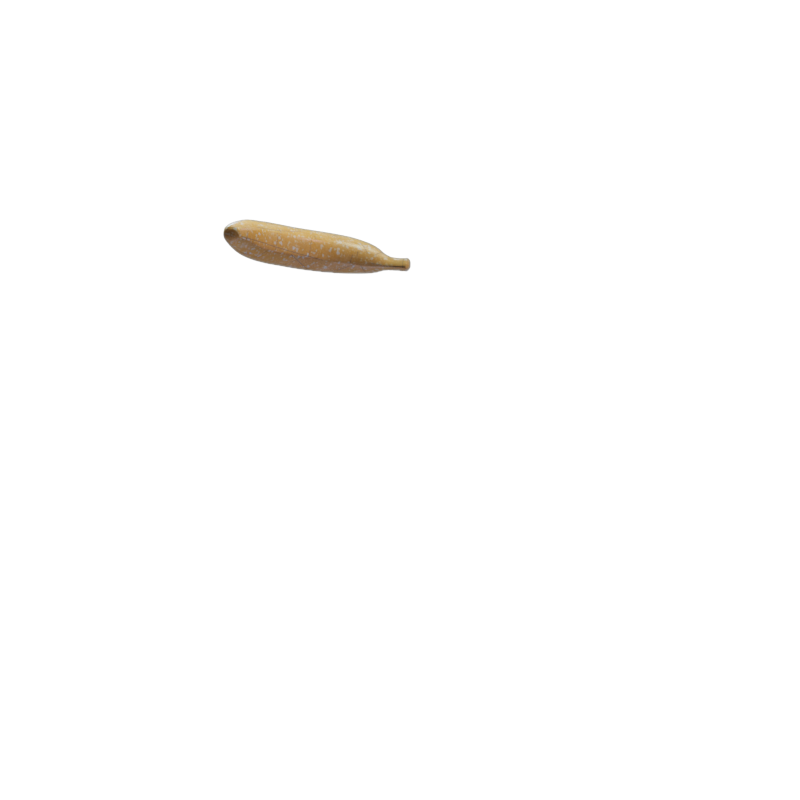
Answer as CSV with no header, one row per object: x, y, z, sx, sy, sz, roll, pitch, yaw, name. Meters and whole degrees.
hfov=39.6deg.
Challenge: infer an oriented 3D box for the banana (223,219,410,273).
-0.086,-0.141,1.014,0.189,0.038,0.071,3,-7,-35,banana
